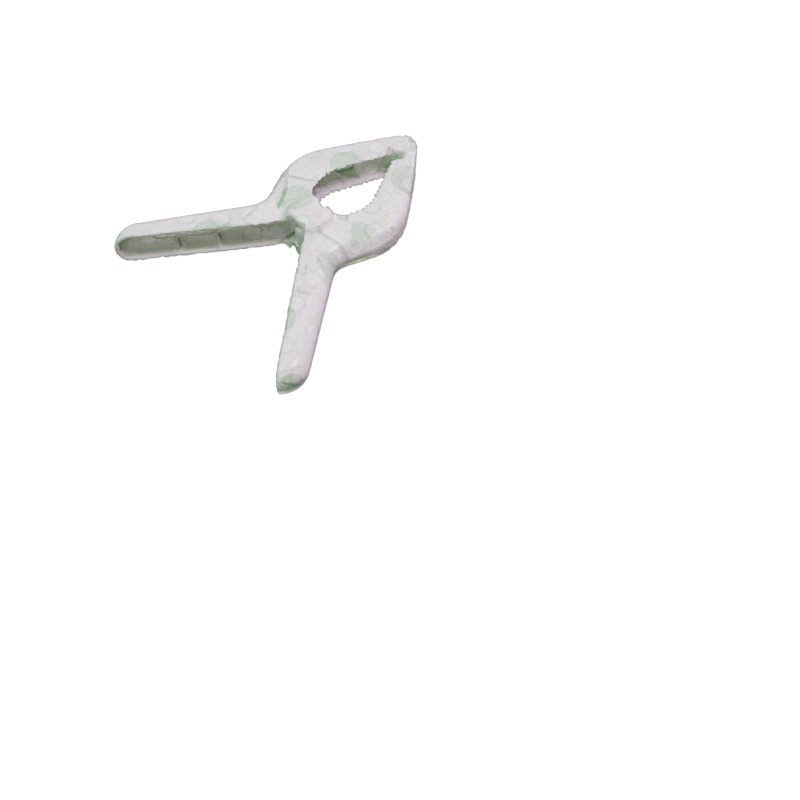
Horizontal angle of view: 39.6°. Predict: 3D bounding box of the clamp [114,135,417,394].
[{"bbox_3d":[-0.056,-0.103,0.721,0.211,0.176,0.034,-33,-30,-23],"label":"clamp"}]
